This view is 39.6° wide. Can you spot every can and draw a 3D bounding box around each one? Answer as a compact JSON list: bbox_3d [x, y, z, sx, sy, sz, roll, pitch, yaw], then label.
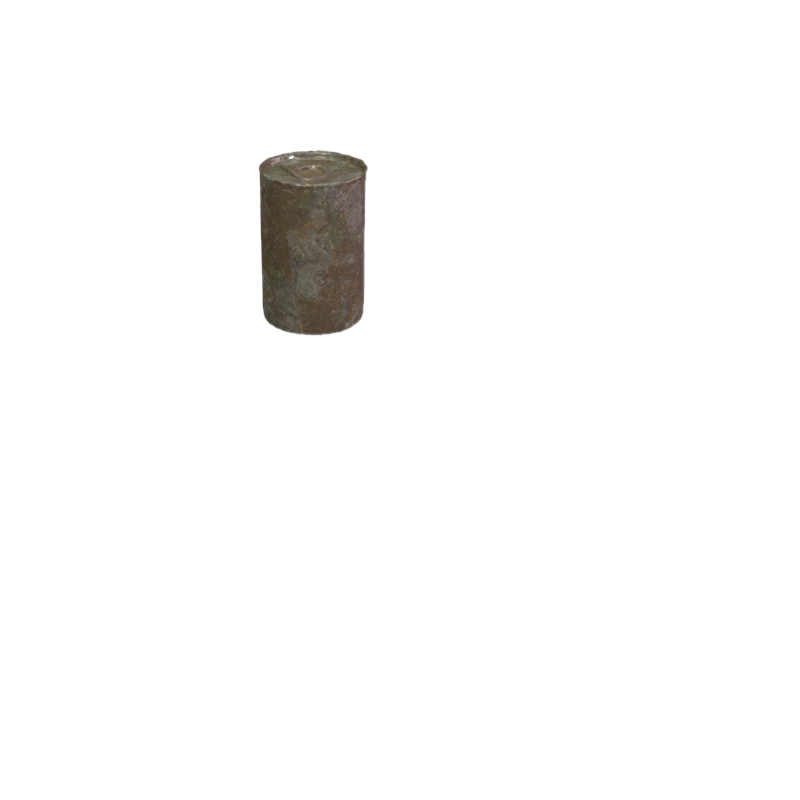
[{"bbox_3d":[-0.055,-0.101,0.709,0.068,0.097,0.072,0,25,-2],"label":"can"}]
